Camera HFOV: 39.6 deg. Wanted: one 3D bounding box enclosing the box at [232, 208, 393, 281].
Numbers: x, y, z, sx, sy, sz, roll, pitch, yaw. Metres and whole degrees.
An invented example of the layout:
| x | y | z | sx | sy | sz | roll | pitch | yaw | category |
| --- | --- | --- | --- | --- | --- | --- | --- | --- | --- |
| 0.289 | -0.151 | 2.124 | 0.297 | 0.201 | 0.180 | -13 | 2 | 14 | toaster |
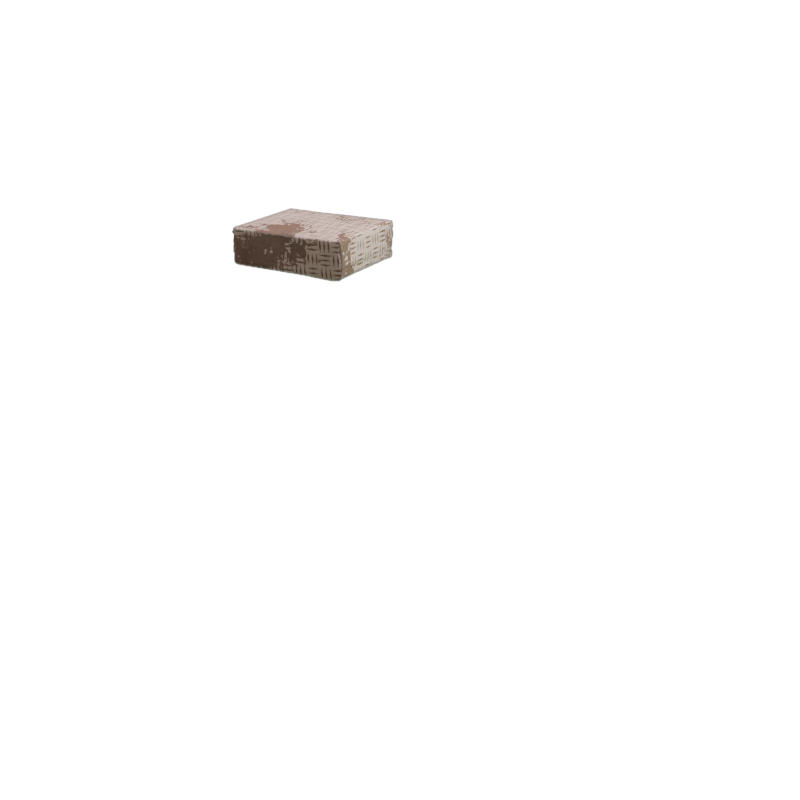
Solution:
| x | y | z | sx | sy | sz | roll | pitch | yaw | category |
| --- | --- | --- | --- | --- | --- | --- | --- | --- | --- |
| -0.076 | -0.138 | 0.968 | 0.119 | 0.037 | 0.090 | 13 | 25 | 29 | box |
